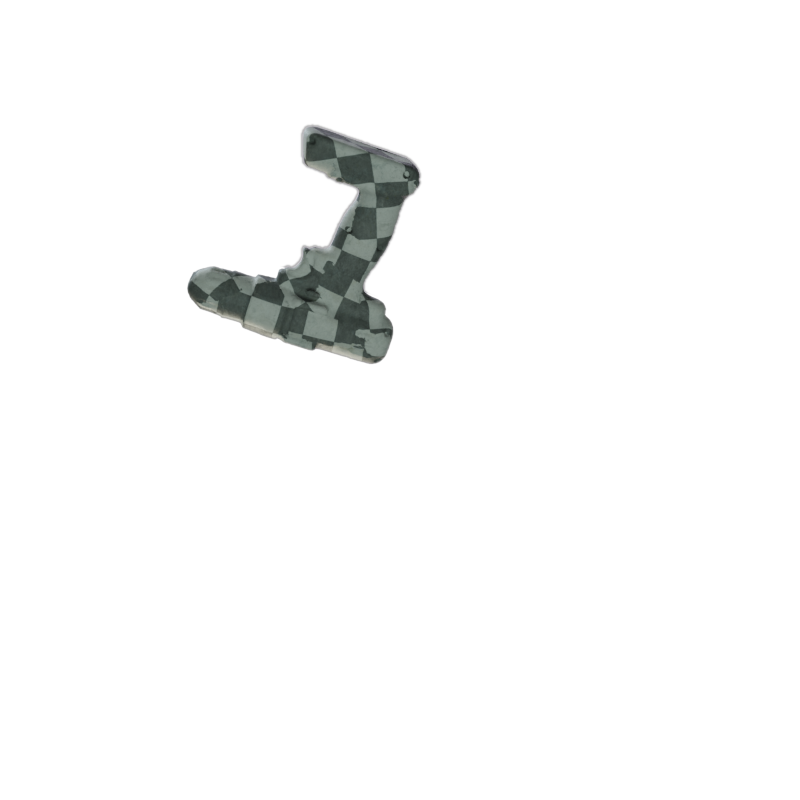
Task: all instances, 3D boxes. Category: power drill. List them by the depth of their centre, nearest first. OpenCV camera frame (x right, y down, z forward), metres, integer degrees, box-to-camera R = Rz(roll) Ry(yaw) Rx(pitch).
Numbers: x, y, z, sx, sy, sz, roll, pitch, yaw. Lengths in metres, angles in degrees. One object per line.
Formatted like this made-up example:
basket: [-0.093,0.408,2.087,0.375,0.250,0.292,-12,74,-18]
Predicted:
power drill: [-0.075,-0.136,0.955,0.182,0.182,0.060,18,16,-6]
